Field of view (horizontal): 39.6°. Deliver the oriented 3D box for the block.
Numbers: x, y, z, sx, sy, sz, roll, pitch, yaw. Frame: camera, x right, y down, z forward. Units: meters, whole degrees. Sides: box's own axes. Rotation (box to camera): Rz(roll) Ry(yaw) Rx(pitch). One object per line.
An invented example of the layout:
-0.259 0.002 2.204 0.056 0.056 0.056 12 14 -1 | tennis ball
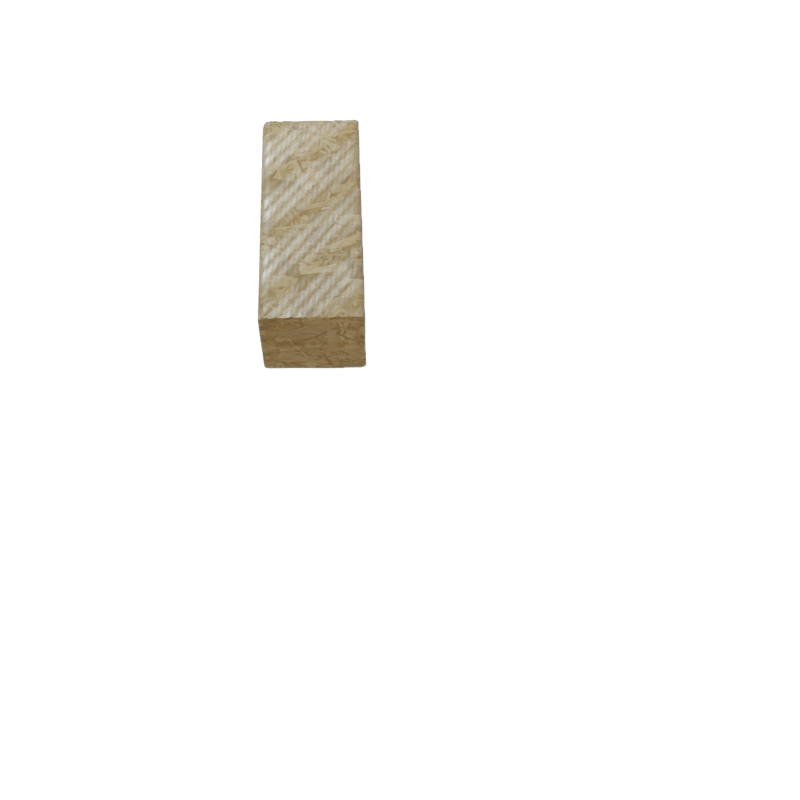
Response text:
-0.078 -0.140 0.983 0.090 0.220 0.085 -2 -31 -1 | block
